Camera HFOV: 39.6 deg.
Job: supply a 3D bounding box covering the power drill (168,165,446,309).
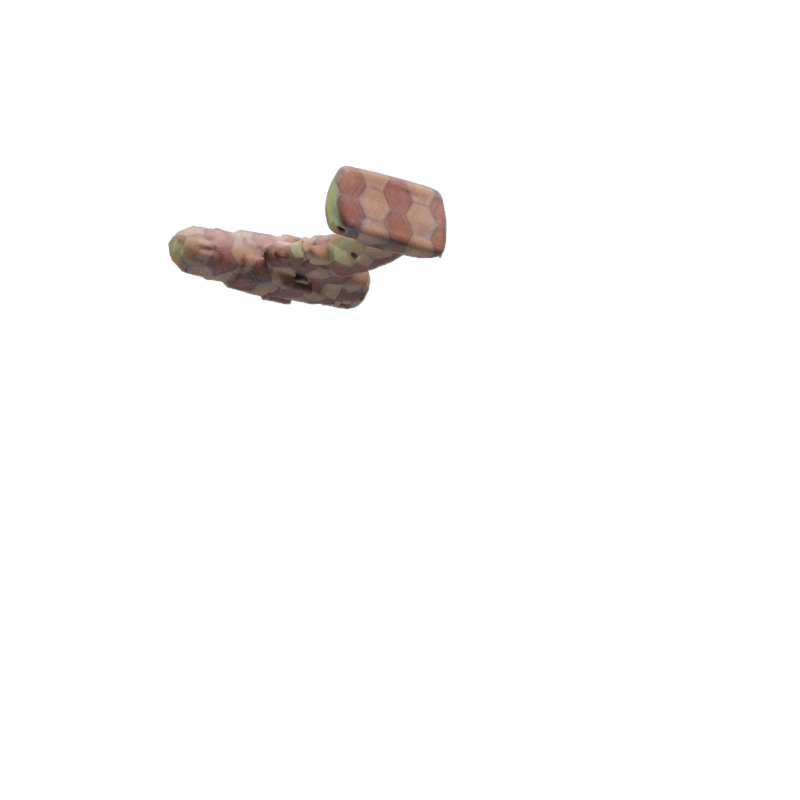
[{"bbox_3d":[-0.069,-0.126,0.882,0.176,0.060,0.189,8,-14,-33],"label":"power drill"}]
